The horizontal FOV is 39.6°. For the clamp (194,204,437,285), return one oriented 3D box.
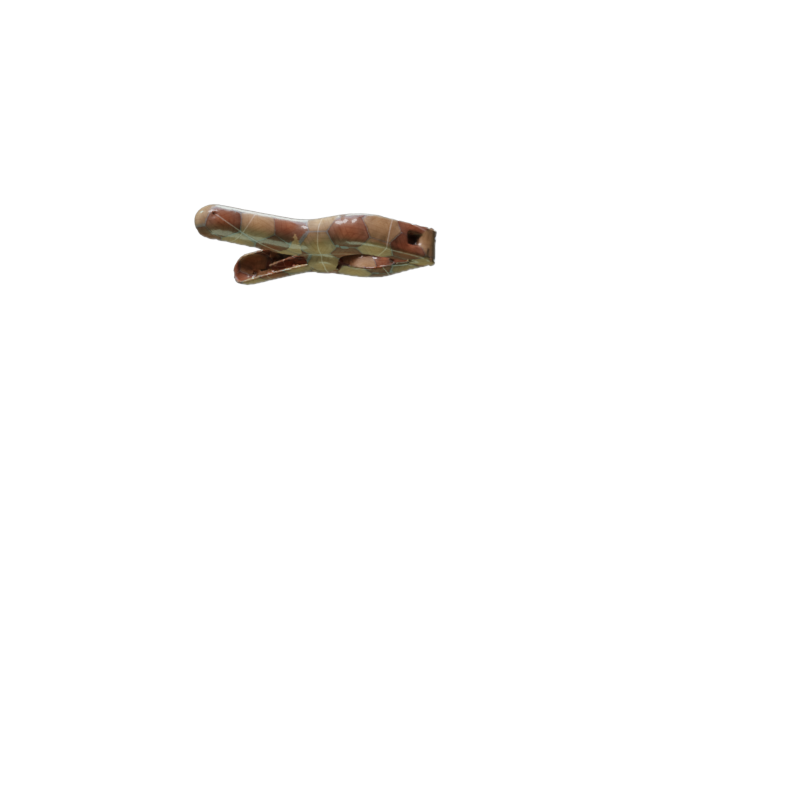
[{"bbox_3d":[-0.063,-0.115,0.807,0.175,0.040,0.114,-3,-10,18],"label":"clamp"}]
